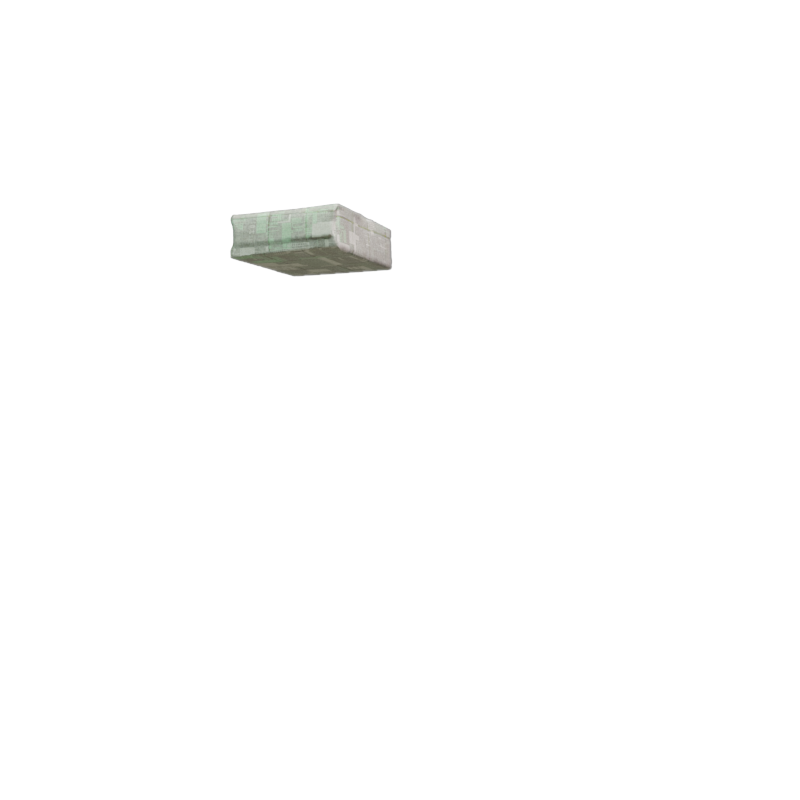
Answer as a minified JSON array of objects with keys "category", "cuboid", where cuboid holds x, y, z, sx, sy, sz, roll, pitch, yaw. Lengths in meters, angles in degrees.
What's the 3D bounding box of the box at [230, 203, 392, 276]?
[{"category":"box","cuboid":[-0.055,-0.100,0.701,0.075,0.031,0.085,-2,-5,24]}]
